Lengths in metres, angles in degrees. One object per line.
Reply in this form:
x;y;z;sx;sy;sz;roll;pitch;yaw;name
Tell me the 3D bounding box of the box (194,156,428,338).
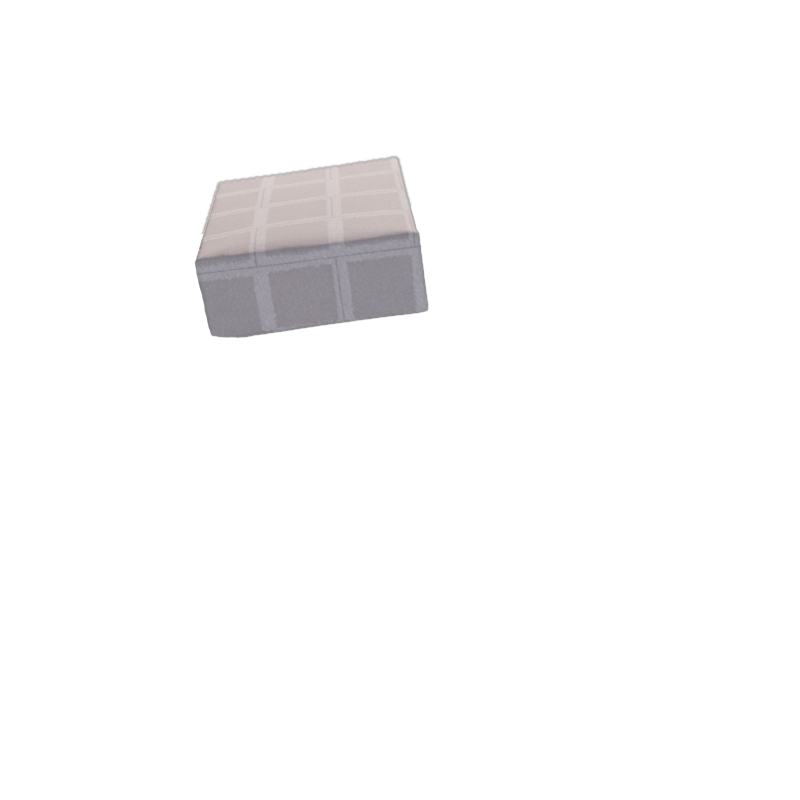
-0.070;-0.128;0.895;0.164;0.068;0.225;-8;25;1;box
